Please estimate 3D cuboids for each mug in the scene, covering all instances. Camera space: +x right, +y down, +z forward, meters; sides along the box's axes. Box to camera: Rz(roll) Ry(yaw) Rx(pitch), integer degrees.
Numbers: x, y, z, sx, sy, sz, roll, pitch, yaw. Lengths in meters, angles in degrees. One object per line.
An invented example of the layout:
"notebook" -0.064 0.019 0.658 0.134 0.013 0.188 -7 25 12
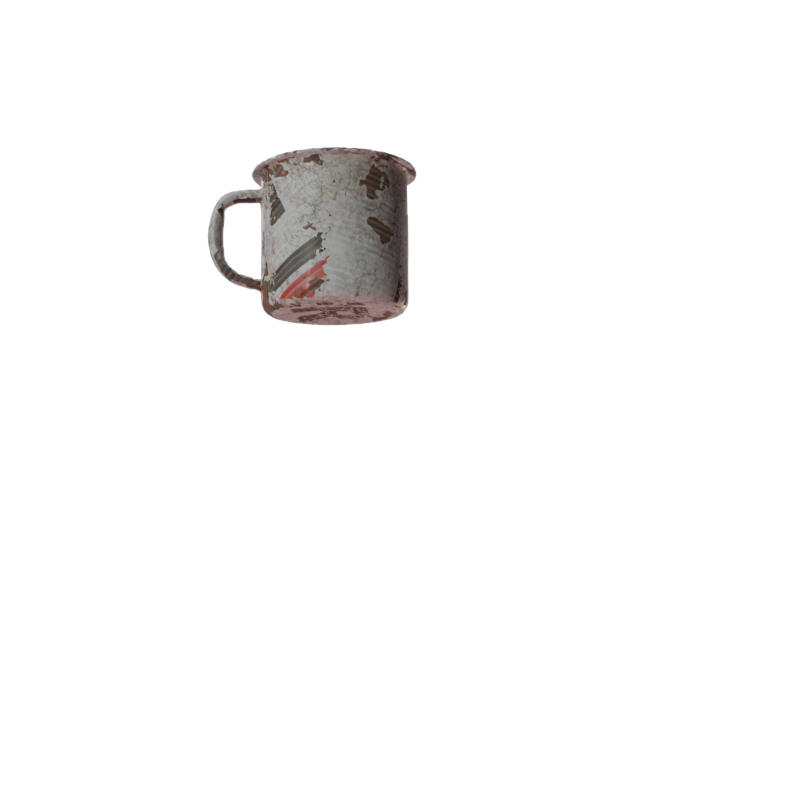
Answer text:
"mug" -0.048 -0.088 0.617 0.115 0.084 0.092 2 -10 -12
